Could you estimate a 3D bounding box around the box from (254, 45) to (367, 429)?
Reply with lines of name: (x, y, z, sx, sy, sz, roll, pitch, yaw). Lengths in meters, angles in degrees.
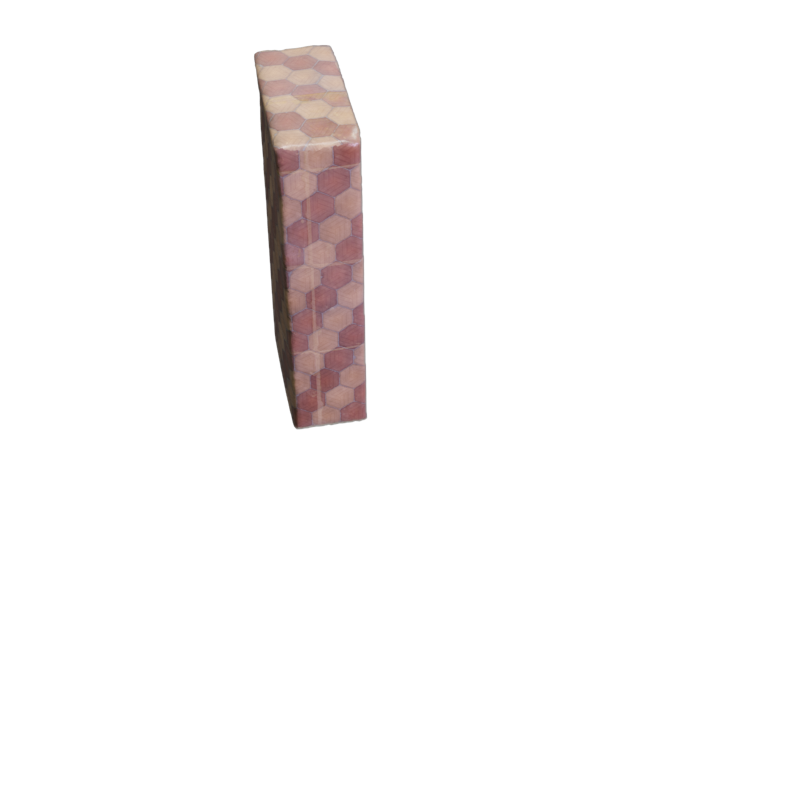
box: (-0.044, -0.080, 0.564, 0.048, 0.164, 0.101, -5, 42, -10)
